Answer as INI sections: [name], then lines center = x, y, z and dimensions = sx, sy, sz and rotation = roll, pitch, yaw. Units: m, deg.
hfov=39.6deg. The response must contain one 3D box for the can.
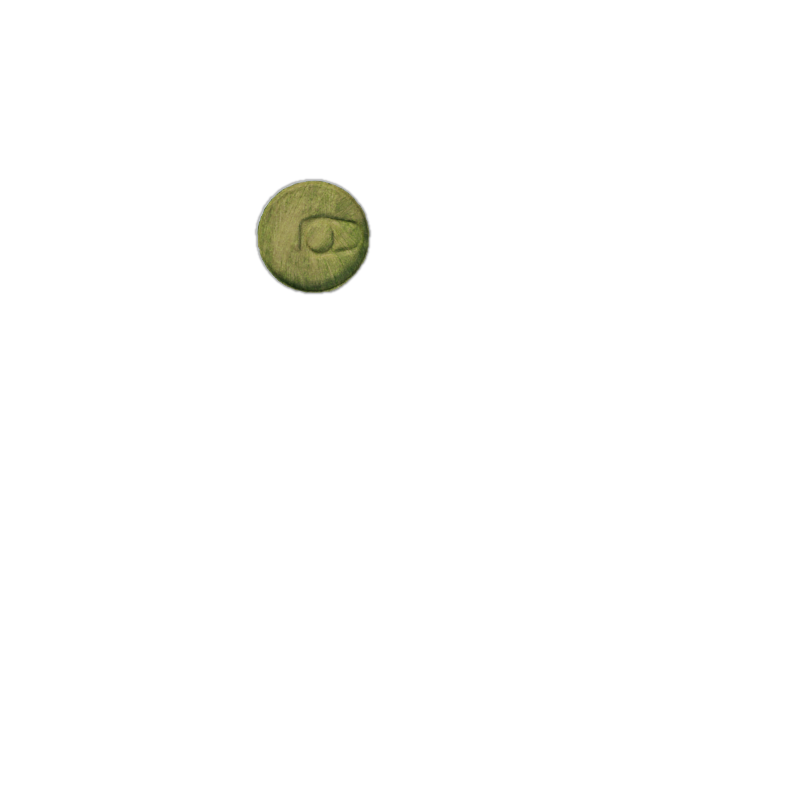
[can]
center = -0.056, -0.101, 0.710
dimensions = 0.068, 0.069, 0.102
rotation = 0, 2, -3
